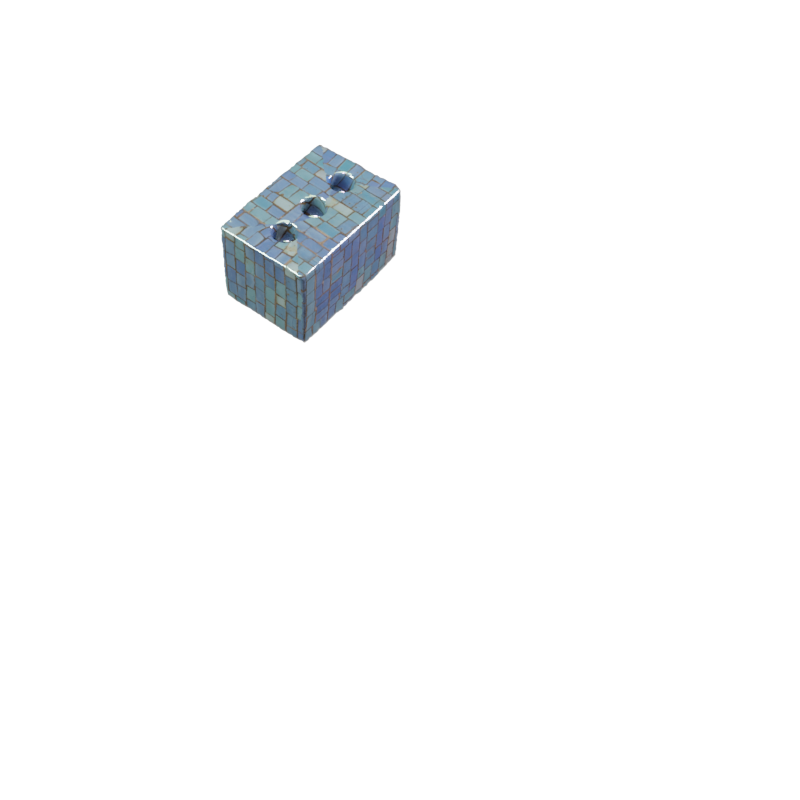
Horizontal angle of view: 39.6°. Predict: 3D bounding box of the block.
[{"bbox_3d":[-0.043,-0.078,0.549,0.055,0.048,0.079,30,56,21],"label":"block"}]
